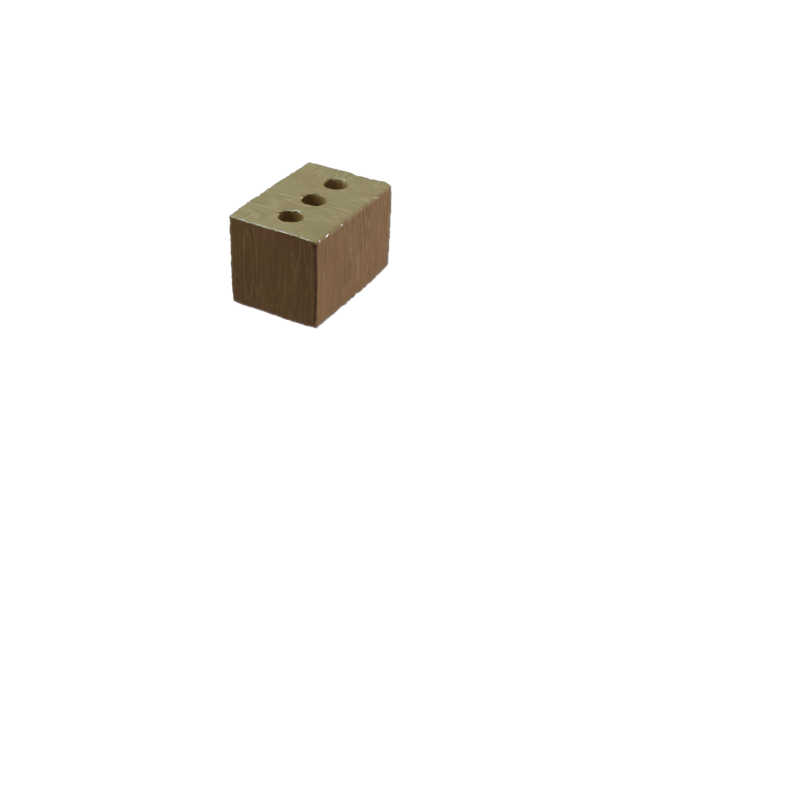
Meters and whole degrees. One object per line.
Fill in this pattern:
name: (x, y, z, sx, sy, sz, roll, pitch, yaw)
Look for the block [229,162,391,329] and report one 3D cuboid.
block: (-0.045, -0.082, 0.575, 0.055, 0.048, 0.079, 17, 37, 23)
